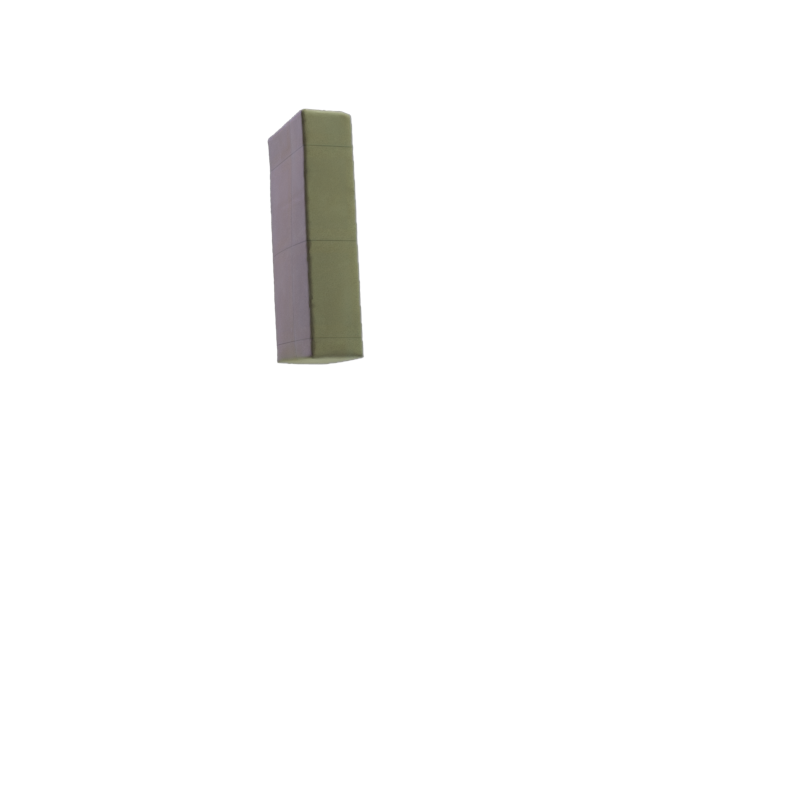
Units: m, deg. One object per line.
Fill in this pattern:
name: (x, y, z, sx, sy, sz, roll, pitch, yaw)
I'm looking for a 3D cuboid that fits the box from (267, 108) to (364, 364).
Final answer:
box: (-0.063, -0.116, 0.809, 0.047, 0.180, 0.094, 2, -7, -21)
